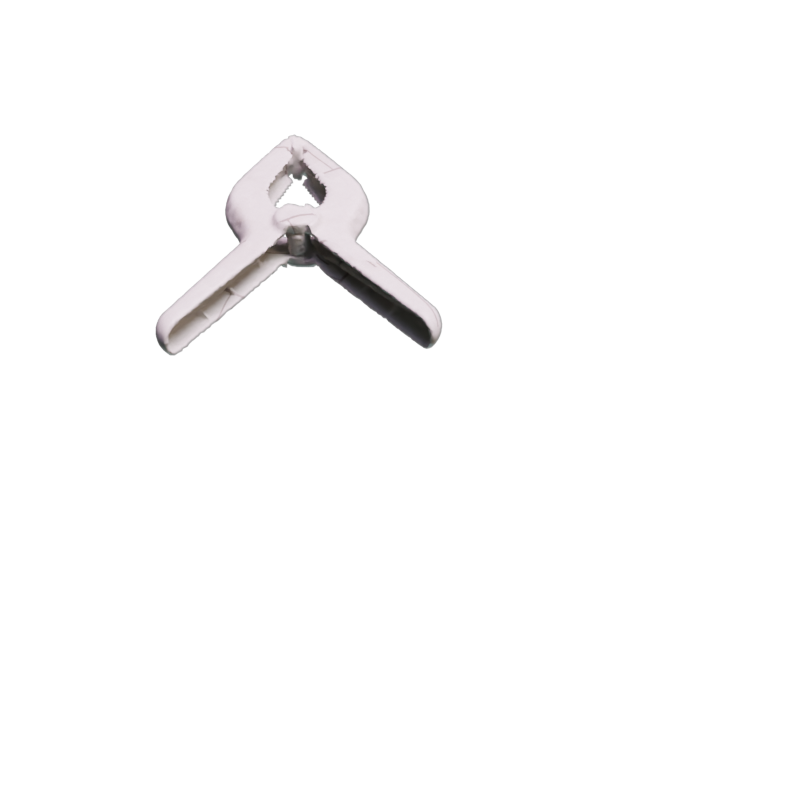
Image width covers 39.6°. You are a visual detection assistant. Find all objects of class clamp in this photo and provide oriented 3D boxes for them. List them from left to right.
[{"bbox_3d":[-0.055,-0.101,0.707,0.165,0.034,0.224,2,42,3],"label":"clamp"}]
